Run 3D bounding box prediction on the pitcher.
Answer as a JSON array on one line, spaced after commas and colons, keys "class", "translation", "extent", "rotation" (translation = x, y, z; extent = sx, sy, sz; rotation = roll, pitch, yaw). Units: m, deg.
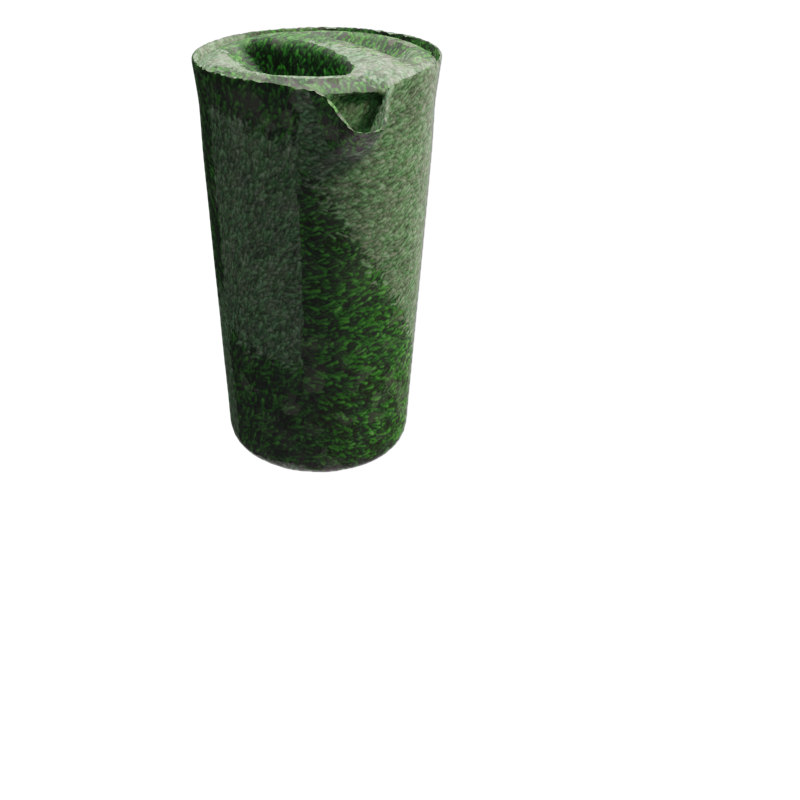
[{"class": "pitcher", "translation": [-0.050, -0.092, 0.645], "extent": [0.150, 0.230, 0.152], "rotation": [12, 28, 21]}]
